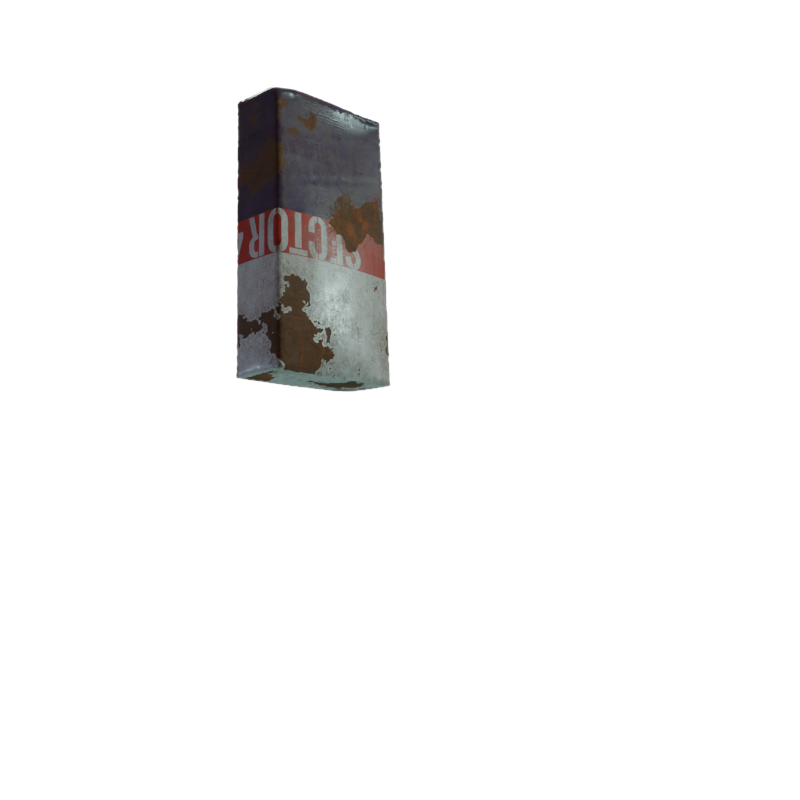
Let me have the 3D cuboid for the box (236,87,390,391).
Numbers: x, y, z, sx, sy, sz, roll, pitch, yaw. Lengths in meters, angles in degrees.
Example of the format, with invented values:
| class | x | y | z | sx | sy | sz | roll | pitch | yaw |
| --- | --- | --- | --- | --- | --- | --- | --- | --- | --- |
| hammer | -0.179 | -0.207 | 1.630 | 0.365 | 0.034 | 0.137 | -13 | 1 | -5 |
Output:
| class | x | y | z | sx | sy | sz | roll | pitch | yaw |
| --- | --- | --- | --- | --- | --- | --- | --- | --- | --- |
| box | -0.053 | -0.097 | 0.681 | 0.088 | 0.183 | 0.049 | 13 | -20 | -43 |
